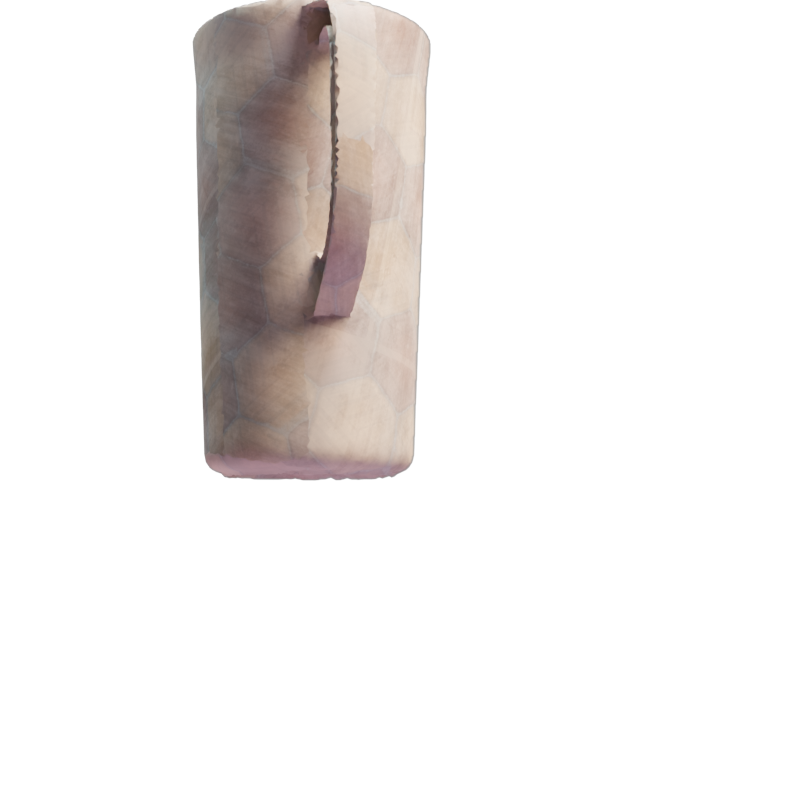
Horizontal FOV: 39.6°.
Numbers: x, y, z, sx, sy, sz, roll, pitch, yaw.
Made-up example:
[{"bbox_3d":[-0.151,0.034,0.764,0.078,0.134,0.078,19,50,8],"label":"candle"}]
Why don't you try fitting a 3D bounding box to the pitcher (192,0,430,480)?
[{"bbox_3d":[-0.046,-0.084,0.585,0.149,0.251,0.141,-7,-13,29],"label":"pitcher"}]
